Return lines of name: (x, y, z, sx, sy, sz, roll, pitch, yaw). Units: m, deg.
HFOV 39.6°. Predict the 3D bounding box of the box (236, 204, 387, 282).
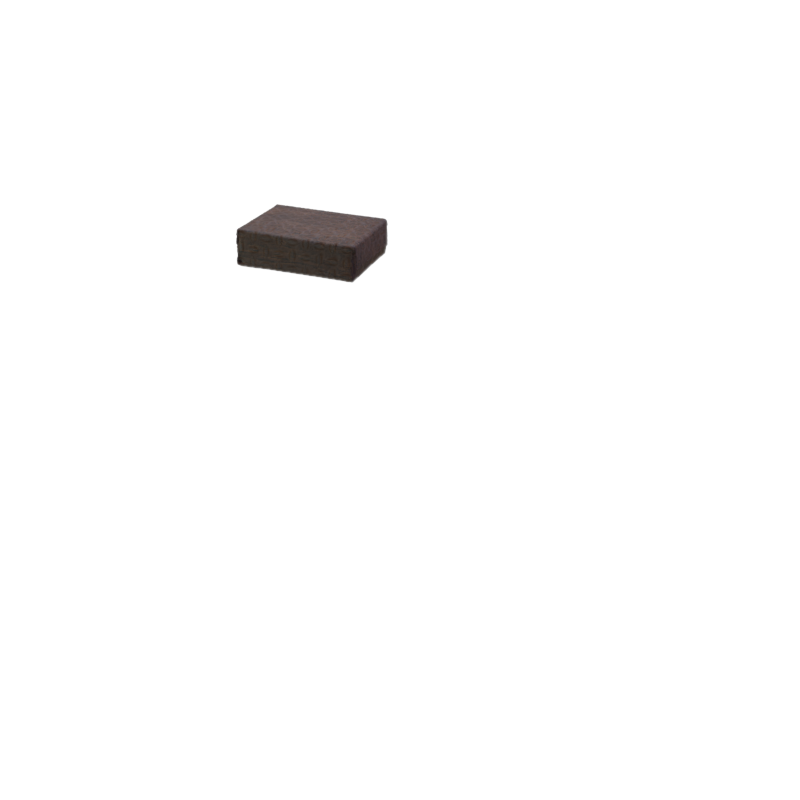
box: (-0.077, -0.141, 0.989, 0.117, 0.037, 0.091, 8, 24, 18)
